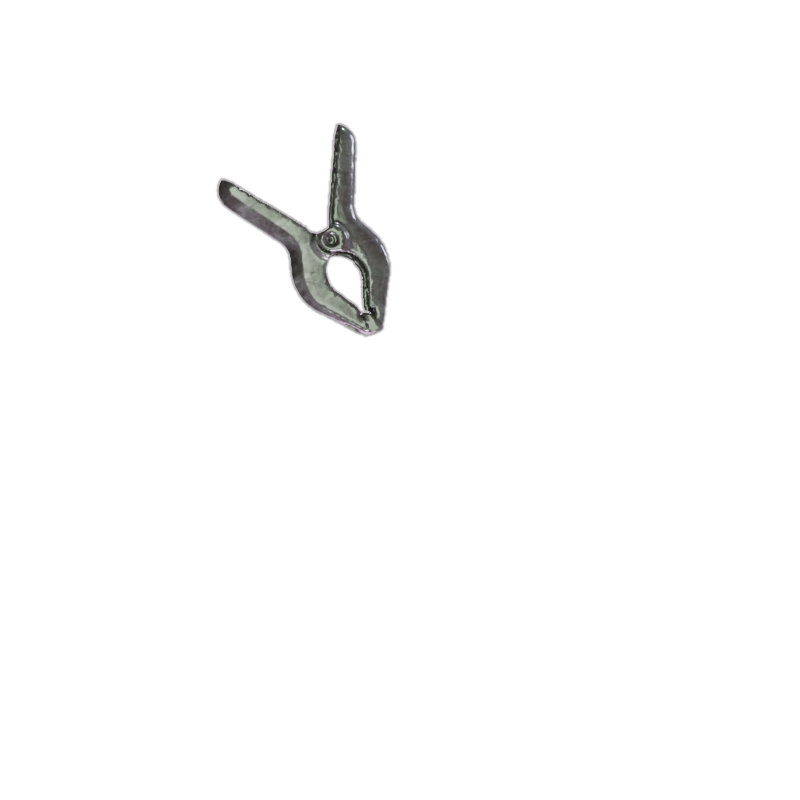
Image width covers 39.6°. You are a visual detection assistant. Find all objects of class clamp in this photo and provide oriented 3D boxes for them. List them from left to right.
[{"bbox_3d":[-0.069,-0.127,0.887,0.120,0.176,0.038,-19,-10,-4],"label":"clamp"}]
